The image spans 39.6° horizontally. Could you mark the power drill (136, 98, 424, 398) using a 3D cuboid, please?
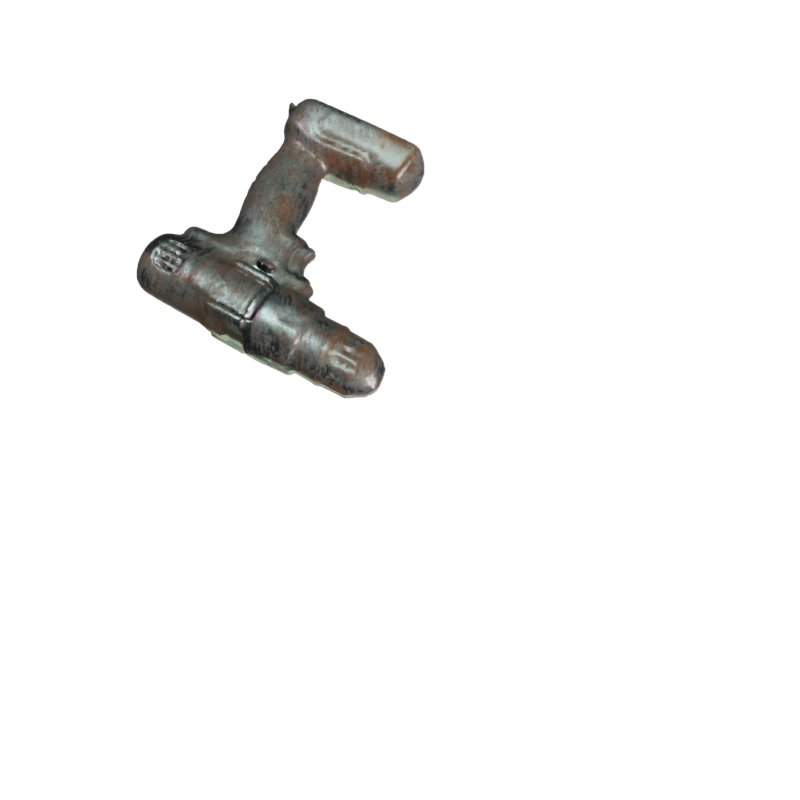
[{"bbox_3d":[-0.059,-0.108,0.759,0.191,0.193,0.054,27,-27,14],"label":"power drill"}]
